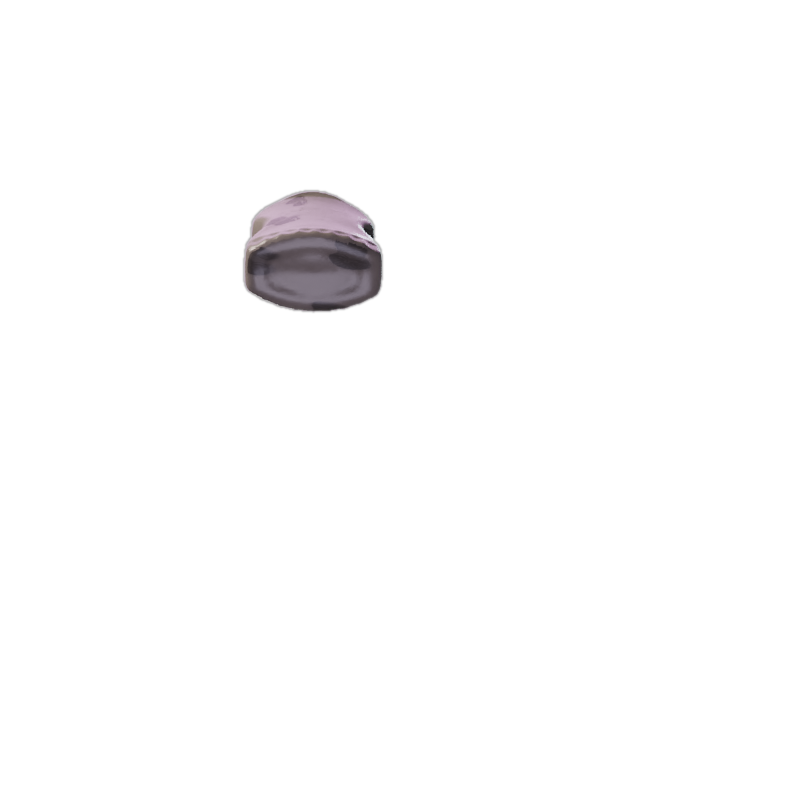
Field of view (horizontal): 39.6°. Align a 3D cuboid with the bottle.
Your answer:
[{"bbox_3d":[-0.067,-0.122,0.851,0.096,0.056,0.200,-1,20,-3],"label":"bottle"}]
